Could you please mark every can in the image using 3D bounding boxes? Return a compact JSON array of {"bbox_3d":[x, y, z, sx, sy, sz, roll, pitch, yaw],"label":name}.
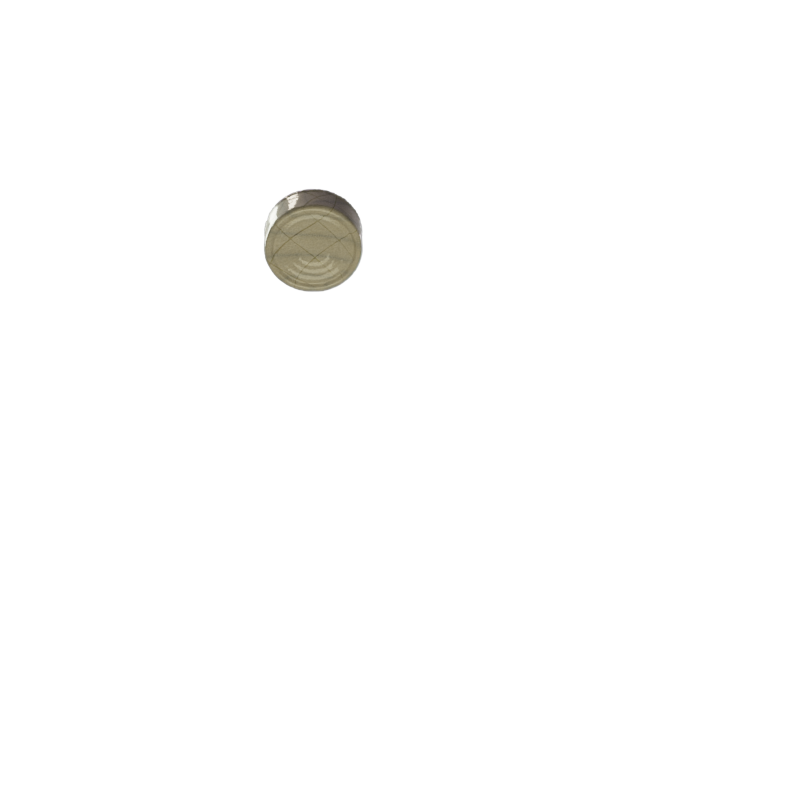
[{"bbox_3d":[-0.075,-0.136,0.956,0.086,0.081,0.036,1,31,-1],"label":"can"}]
